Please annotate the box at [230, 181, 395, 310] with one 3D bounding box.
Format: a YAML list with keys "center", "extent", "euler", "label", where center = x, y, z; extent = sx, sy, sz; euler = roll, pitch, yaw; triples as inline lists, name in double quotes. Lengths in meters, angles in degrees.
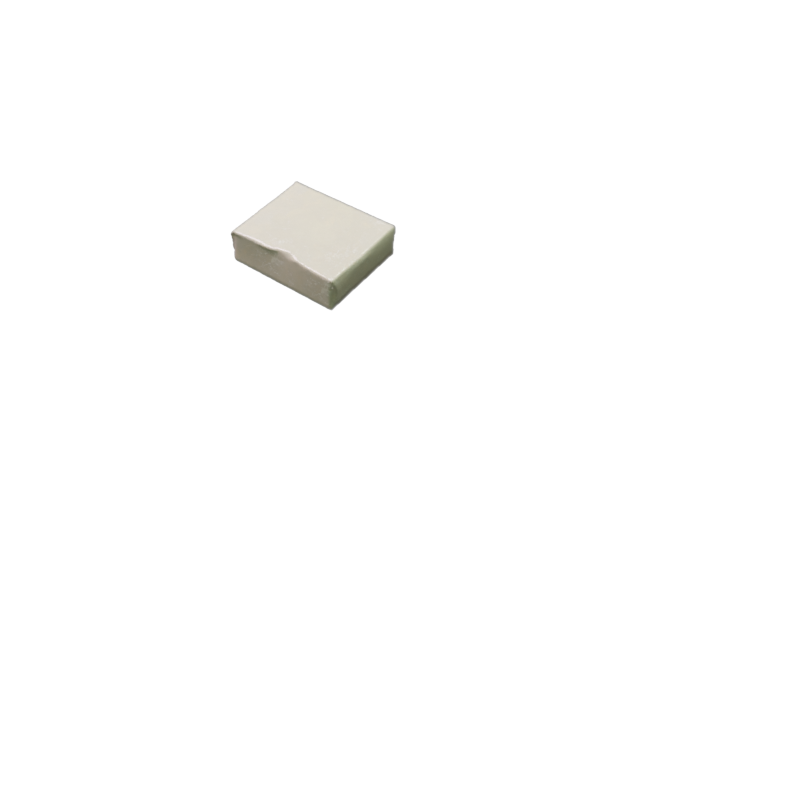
- center: [-0.060, -0.109, 0.766]
  extent: [0.094, 0.028, 0.074]
  euler: [28, 51, 25]
  label: "box"
